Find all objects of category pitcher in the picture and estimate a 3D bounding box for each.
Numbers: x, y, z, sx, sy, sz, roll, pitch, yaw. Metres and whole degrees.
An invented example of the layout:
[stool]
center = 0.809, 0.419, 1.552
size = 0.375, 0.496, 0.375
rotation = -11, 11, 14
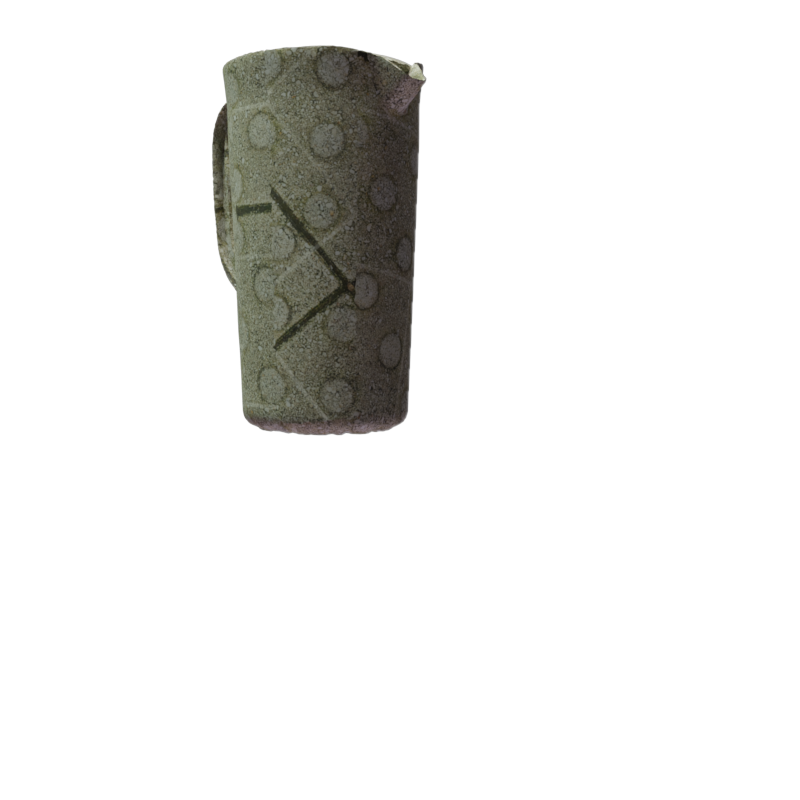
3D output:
[pitcher]
center = -0.058, -0.105, 0.736
size = 0.144, 0.245, 0.149
rotation = 0, -1, -3
